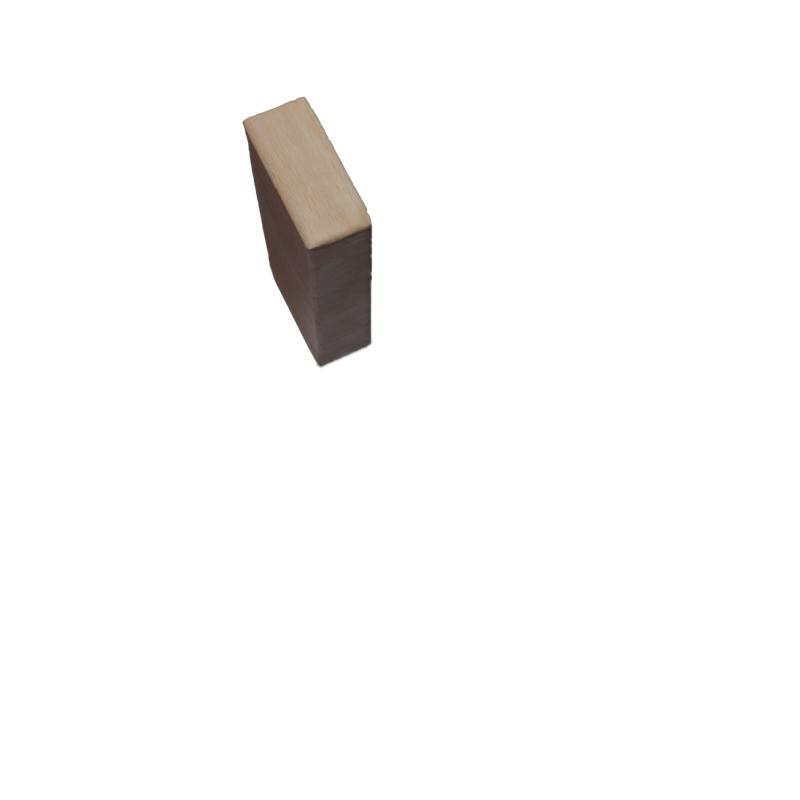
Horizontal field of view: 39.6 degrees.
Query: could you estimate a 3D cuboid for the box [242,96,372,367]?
[{"bbox_3d":[-0.053,-0.096,0.676,0.048,0.099,0.167,-22,-19,-12],"label":"box"}]
